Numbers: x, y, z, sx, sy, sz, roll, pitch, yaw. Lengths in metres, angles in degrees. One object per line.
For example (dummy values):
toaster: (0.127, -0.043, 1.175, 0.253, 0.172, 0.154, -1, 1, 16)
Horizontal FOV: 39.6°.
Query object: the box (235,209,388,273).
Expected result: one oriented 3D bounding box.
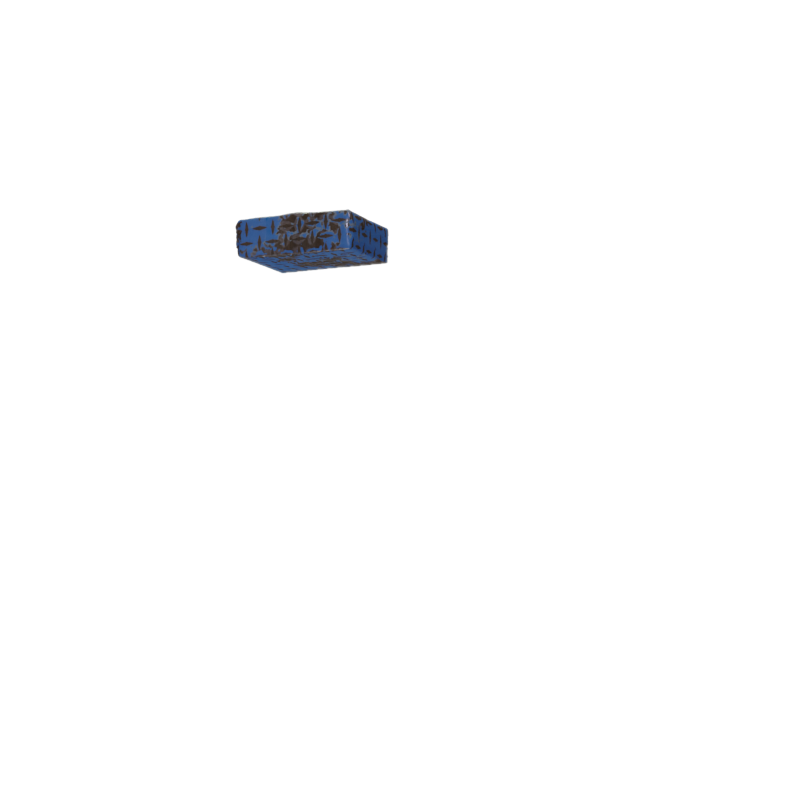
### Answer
box: (-0.062, -0.113, 0.794, 0.091, 0.031, 0.070, -2, -4, 23)
